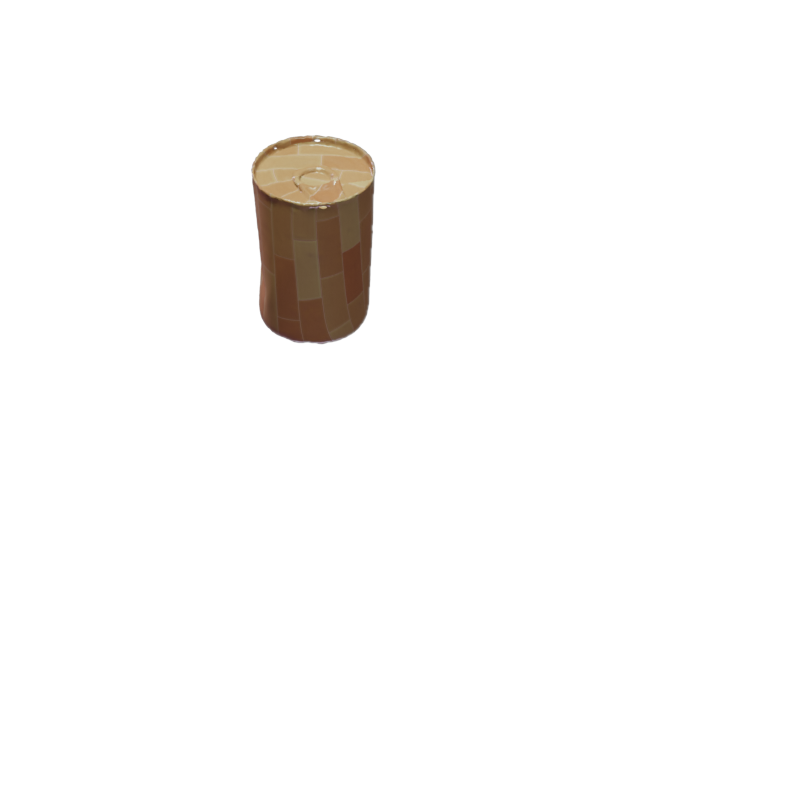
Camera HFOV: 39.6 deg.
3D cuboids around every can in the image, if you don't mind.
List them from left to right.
[{"bbox_3d":[-0.050,-0.091,0.635,0.068,0.095,0.073,0,41,-3],"label":"can"}]
